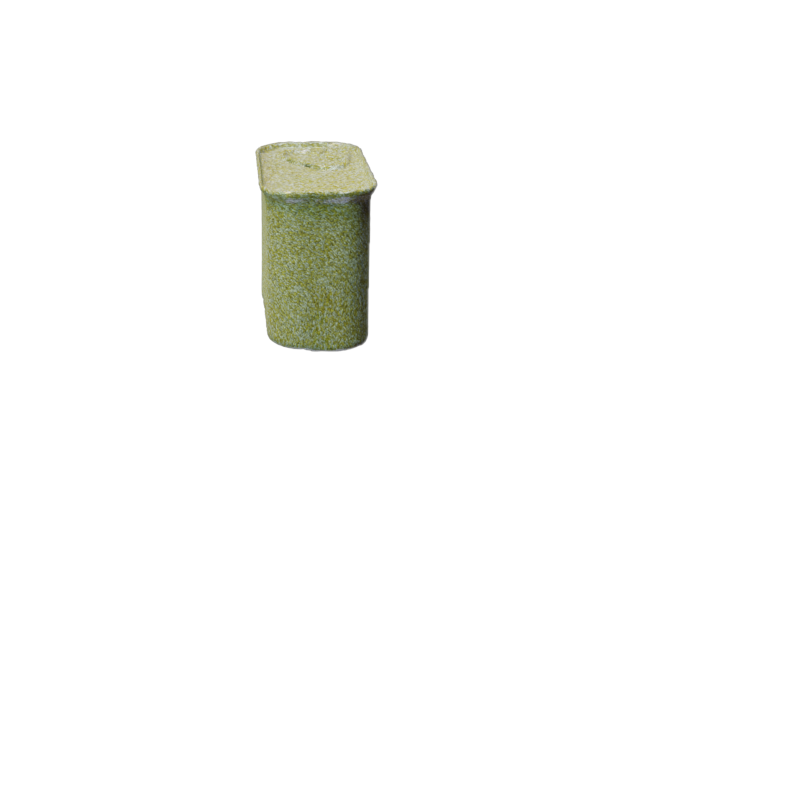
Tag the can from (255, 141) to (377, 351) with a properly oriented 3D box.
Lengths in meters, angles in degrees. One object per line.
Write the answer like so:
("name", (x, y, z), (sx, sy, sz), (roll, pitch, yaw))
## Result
("can", (-0.045, -0.082, 0.577), (0.057, 0.080, 0.108), (-2, 24, -7))
